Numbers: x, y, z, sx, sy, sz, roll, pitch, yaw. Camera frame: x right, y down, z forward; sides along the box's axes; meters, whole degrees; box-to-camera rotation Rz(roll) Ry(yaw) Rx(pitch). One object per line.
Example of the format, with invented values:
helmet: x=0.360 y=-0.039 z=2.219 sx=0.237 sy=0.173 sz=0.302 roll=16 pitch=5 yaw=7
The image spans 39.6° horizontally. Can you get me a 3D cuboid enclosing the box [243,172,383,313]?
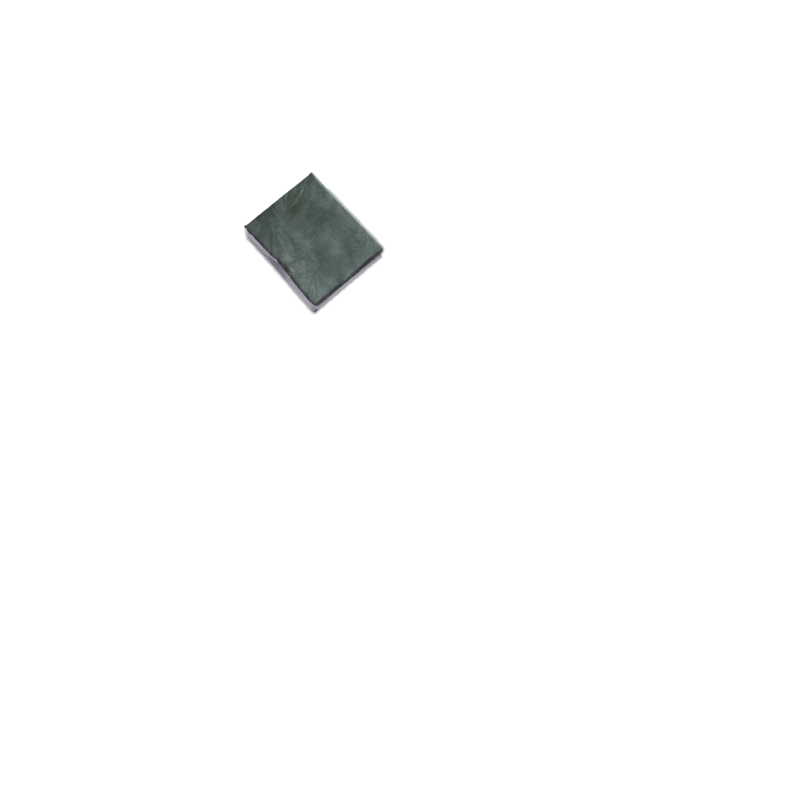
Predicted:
box: x=-0.070 y=-0.127 z=0.890 sx=0.073 sy=0.092 sz=0.029 roll=-40 pitch=-12 yaw=-11
